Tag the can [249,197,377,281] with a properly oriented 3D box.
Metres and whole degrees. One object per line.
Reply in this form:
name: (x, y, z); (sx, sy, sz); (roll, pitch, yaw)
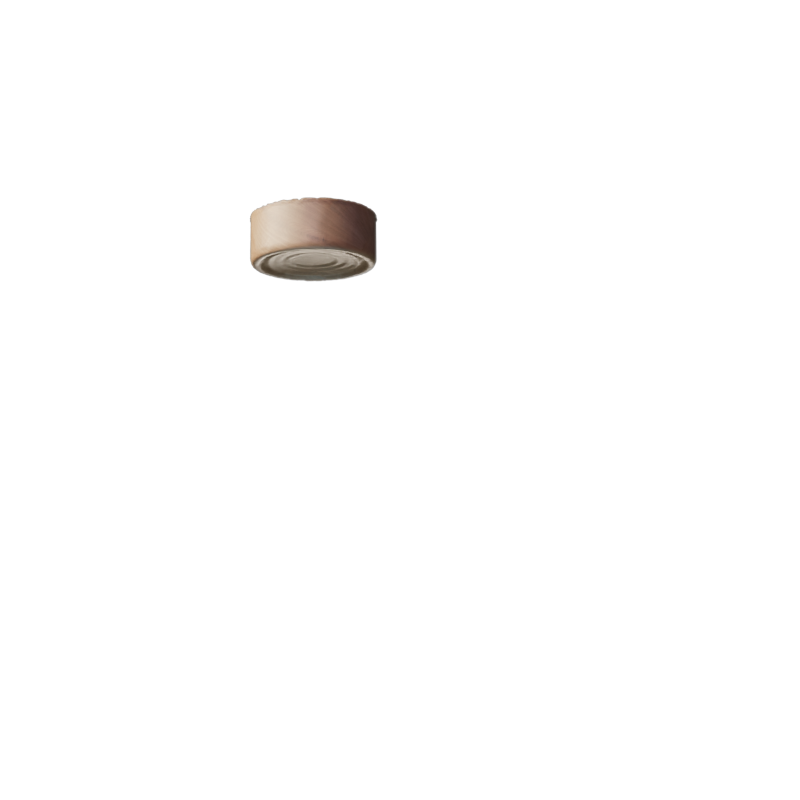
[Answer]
can: (-0.058, -0.106, 0.741); (0.086, 0.035, 0.083); (0, -11, -2)
